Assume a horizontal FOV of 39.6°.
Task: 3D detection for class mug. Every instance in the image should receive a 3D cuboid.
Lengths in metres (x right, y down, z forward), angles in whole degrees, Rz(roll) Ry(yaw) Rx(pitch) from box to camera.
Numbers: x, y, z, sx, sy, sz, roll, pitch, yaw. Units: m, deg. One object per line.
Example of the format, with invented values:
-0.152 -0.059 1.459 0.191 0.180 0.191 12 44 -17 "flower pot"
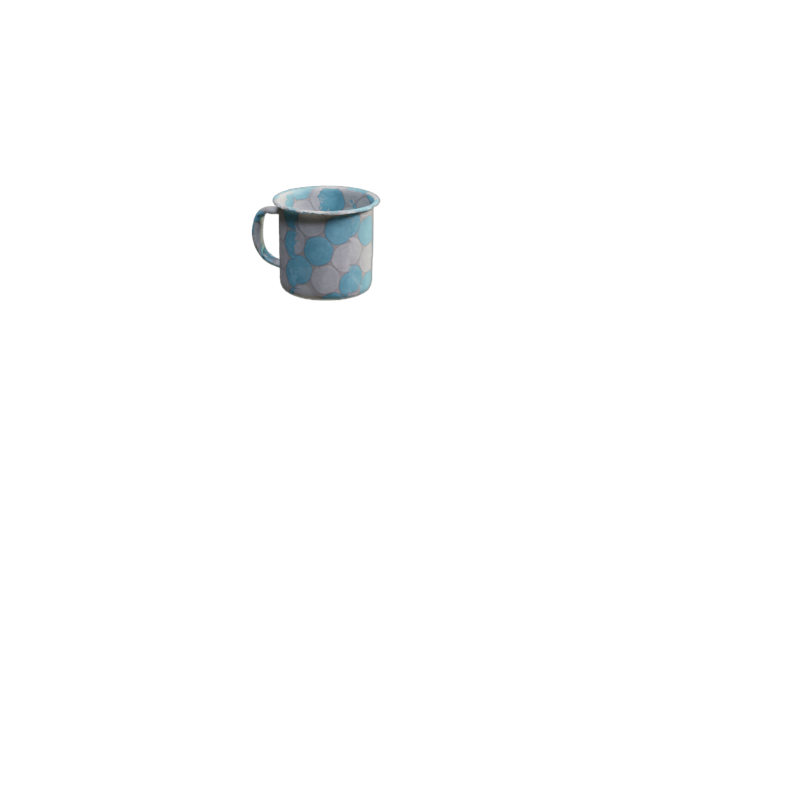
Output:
-0.076 -0.138 0.968 0.120 0.078 0.095 8 22 18 "mug"
